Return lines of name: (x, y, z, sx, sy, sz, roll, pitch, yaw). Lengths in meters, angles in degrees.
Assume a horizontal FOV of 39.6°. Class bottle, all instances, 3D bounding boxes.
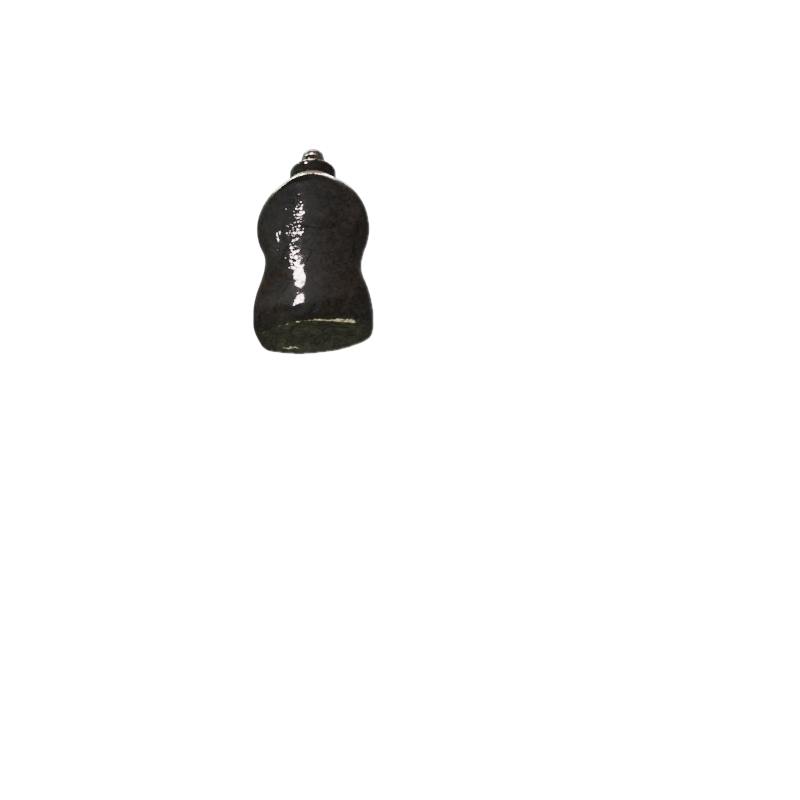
bottle: (-0.074, -0.136, 0.948, 0.097, 0.205, 0.054, -8, -33, 9)
